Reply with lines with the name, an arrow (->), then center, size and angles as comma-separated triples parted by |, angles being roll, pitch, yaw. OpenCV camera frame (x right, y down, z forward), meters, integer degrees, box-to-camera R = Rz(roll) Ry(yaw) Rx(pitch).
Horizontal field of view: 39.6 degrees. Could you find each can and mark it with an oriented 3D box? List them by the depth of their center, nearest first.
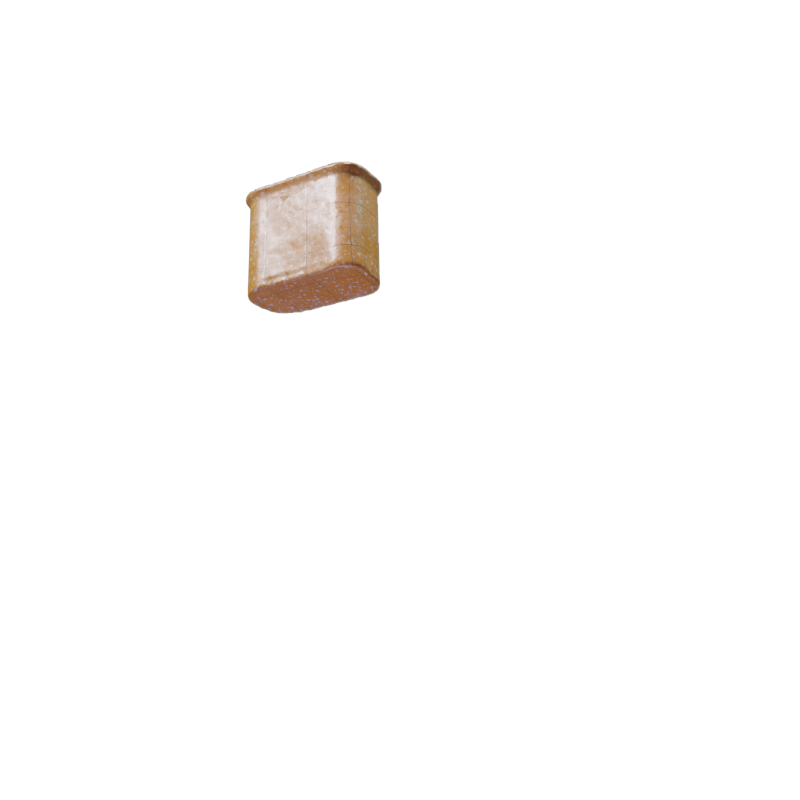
can -> -0.064, -0.116, 0.812 | 0.103, 0.089, 0.053 | -14, -28, 27
